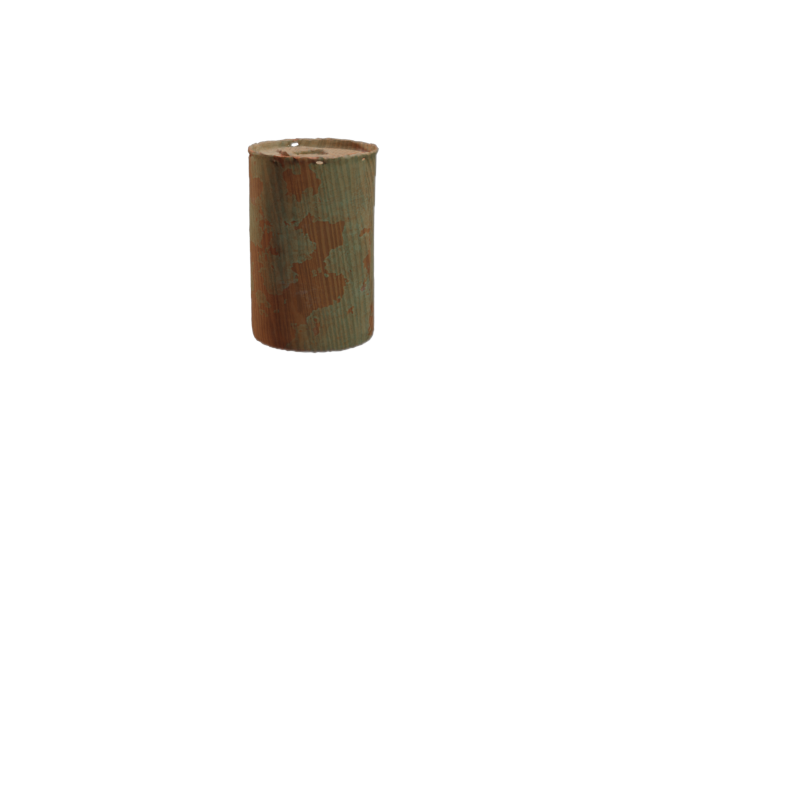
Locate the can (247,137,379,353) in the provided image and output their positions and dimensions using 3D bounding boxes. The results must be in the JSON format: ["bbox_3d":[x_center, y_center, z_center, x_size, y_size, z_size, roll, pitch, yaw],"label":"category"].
[{"bbox_3d":[-0.046,-0.084,0.586,0.068,0.099,0.071,0,16,-2],"label":"can"}]
